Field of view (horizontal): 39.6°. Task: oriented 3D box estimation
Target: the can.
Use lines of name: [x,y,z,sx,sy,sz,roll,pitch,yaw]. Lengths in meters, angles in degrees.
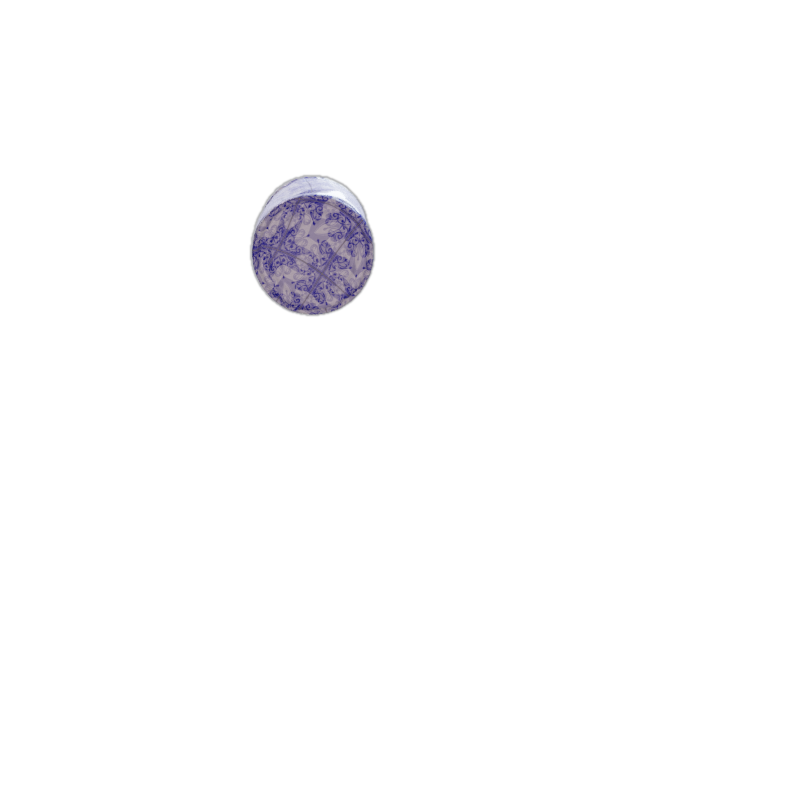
can: [-0.050,-0.091,0.639,0.068,0.067,0.105,0,14,-3]
